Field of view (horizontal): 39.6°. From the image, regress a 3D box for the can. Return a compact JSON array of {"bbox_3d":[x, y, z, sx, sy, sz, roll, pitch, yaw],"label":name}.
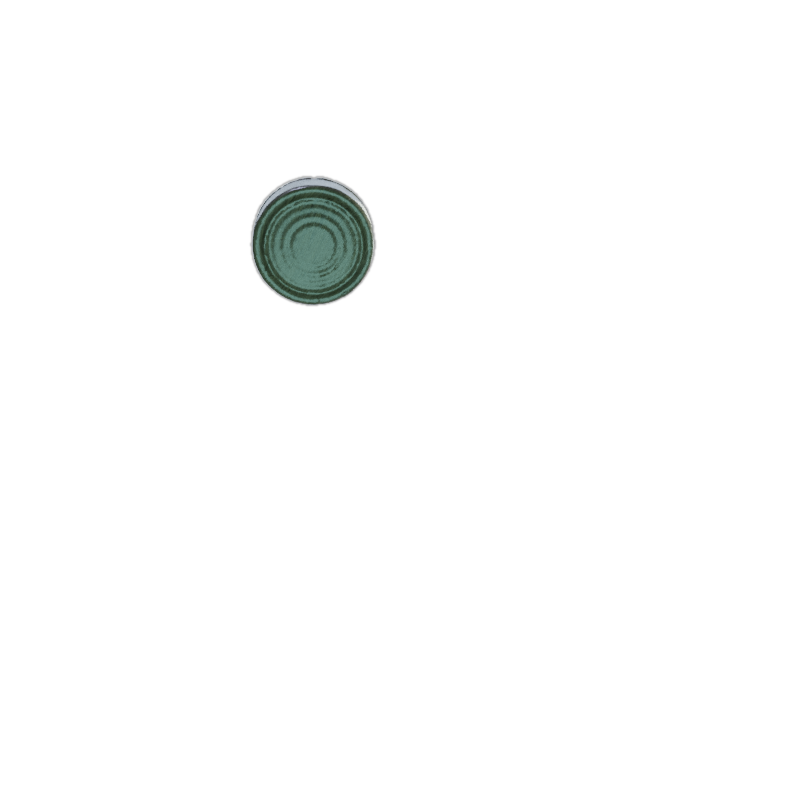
[{"bbox_3d":[-0.060,-0.110,0.769,0.086,0.083,0.035,0,14,-1],"label":"can"}]
